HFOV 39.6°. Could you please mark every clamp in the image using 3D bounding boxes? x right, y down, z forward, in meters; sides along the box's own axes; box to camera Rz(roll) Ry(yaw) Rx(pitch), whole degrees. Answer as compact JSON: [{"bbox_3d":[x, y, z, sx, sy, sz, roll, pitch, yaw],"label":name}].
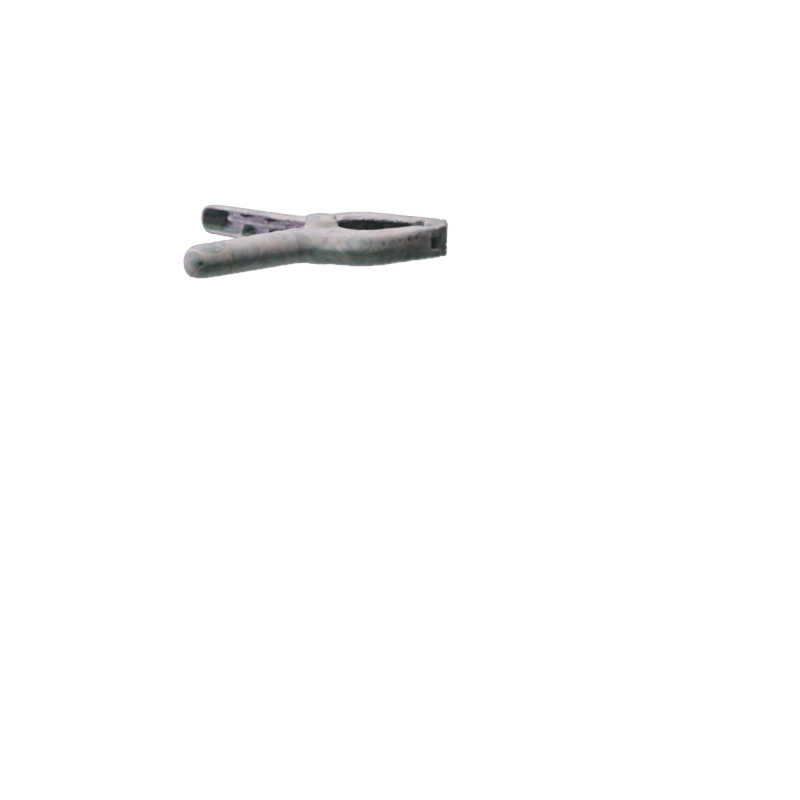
[{"bbox_3d":[-0.068,-0.125,0.873,0.211,0.035,0.170,2,22,4],"label":"clamp"}]
